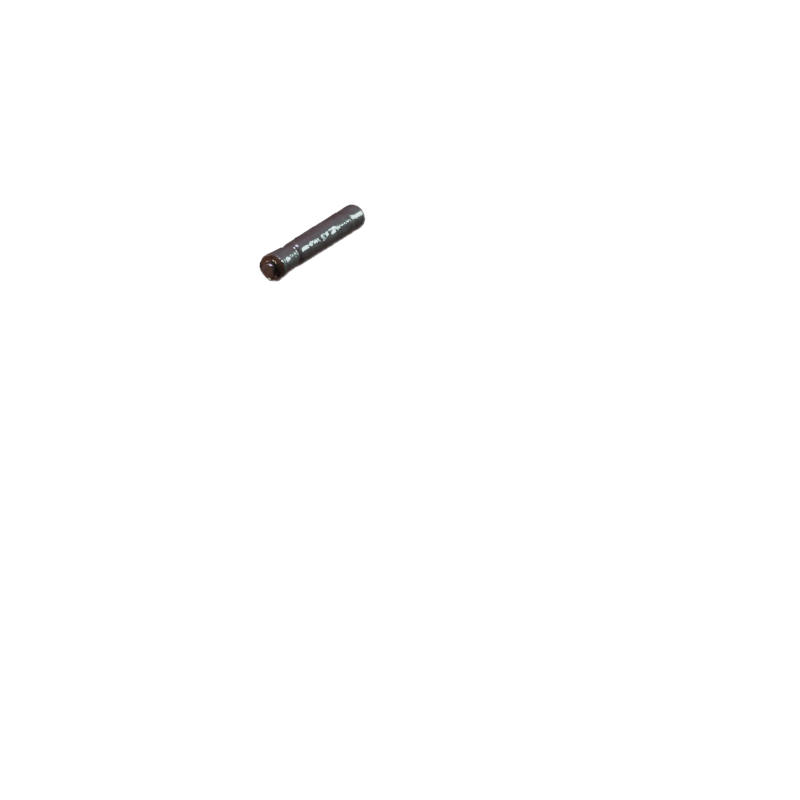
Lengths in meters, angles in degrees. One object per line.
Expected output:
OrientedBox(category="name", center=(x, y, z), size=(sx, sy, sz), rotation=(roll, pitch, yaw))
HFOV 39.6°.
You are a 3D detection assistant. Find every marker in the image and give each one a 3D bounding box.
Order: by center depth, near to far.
OrientedBox(category="marker", center=(-0.059, -0.107, 0.750), size=(0.020, 0.019, 0.122), rotation=(2, 25, 27))
